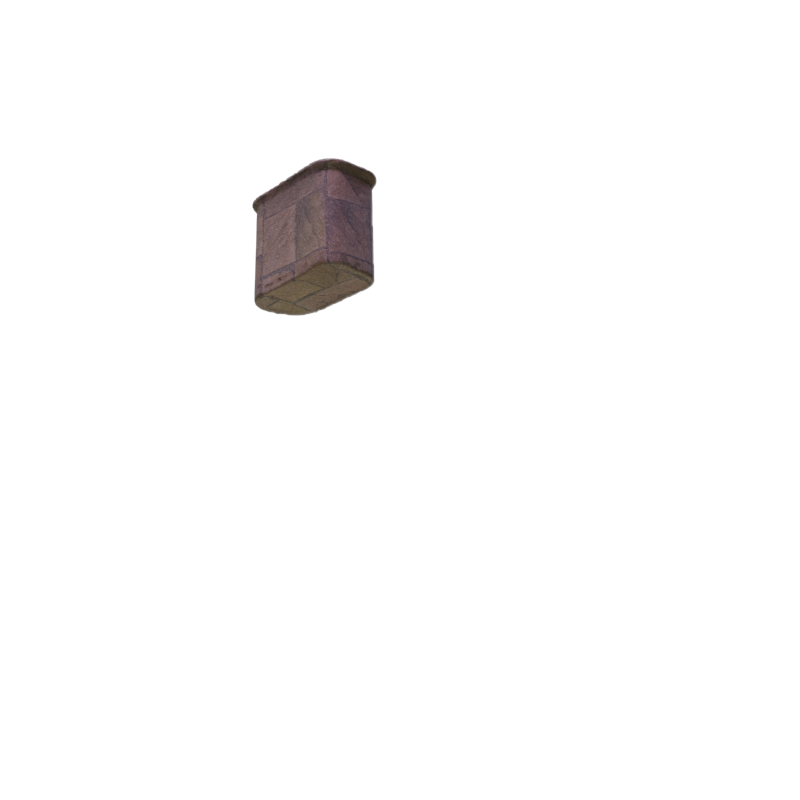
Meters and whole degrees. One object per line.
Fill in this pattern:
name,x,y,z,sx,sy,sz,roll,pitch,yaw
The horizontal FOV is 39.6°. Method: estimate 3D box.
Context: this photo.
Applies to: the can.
can,-0.064,-0.116,0.812,0.054,0.088,0.102,19,-29,-38
